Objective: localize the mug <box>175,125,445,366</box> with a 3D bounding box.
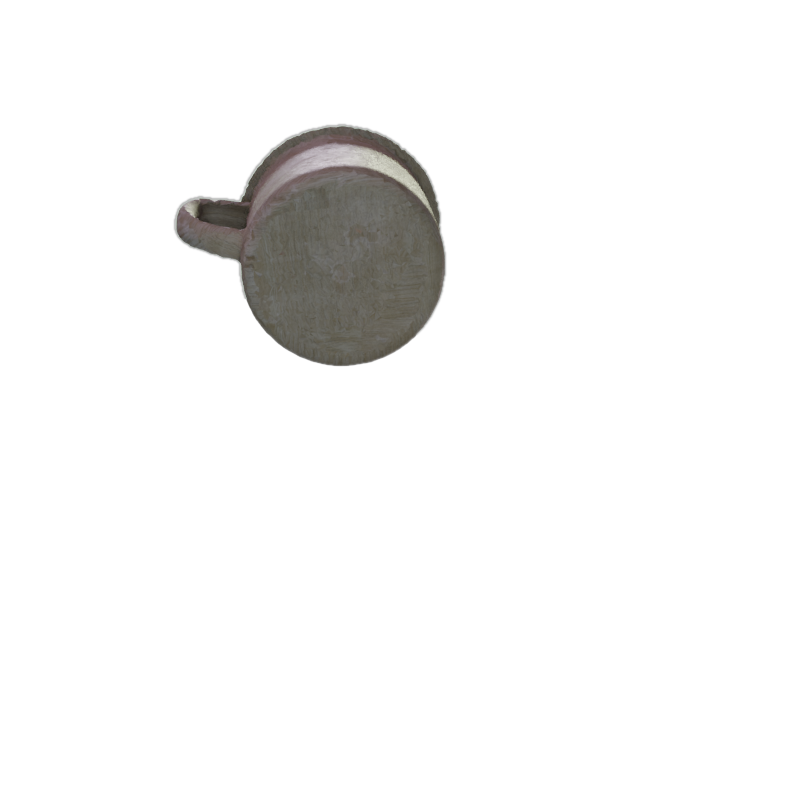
[{"bbox_3d":[-0.037,-0.067,0.468,0.116,0.091,0.085,12,16,-5],"label":"mug"}]
